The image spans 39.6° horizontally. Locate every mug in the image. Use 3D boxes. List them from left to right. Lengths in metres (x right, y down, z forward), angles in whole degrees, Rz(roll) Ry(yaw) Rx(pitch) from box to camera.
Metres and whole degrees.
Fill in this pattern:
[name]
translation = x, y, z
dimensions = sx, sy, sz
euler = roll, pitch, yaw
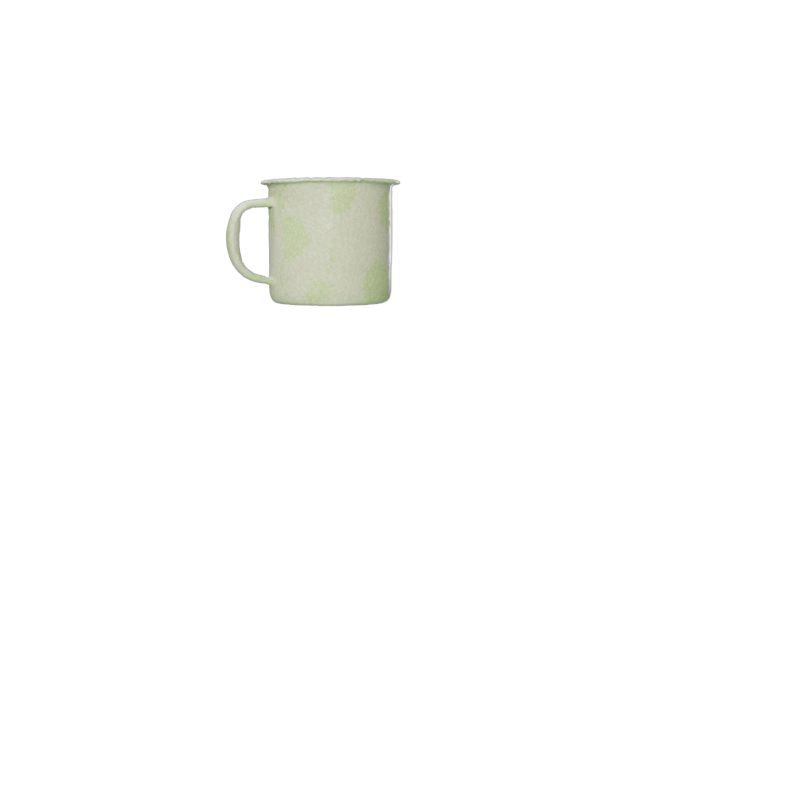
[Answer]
[mug]
translation = -0.057, -0.105, 0.734
dimensions = 0.114, 0.081, 0.096
euler = -2, 6, -21
